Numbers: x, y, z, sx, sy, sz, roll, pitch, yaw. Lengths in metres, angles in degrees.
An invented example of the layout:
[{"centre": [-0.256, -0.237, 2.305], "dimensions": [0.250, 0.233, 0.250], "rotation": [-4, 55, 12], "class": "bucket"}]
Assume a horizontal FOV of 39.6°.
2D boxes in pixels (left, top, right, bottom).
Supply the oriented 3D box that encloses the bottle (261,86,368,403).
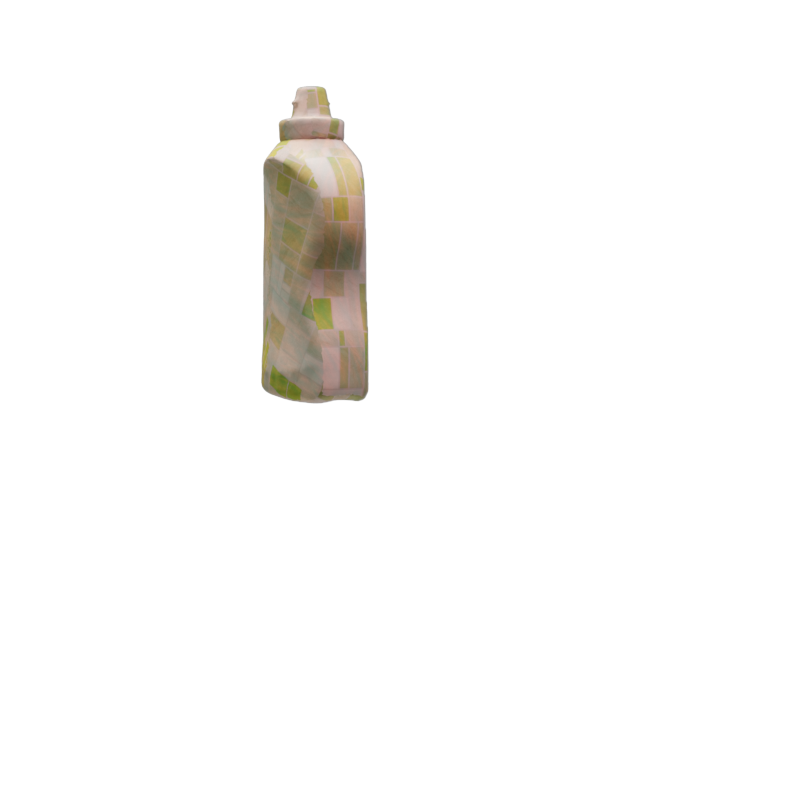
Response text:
[{"centre": [-0.054, -0.099, 0.690], "dimensions": [0.057, 0.192, 0.099], "rotation": [0, 1, -24], "class": "bottle"}]
